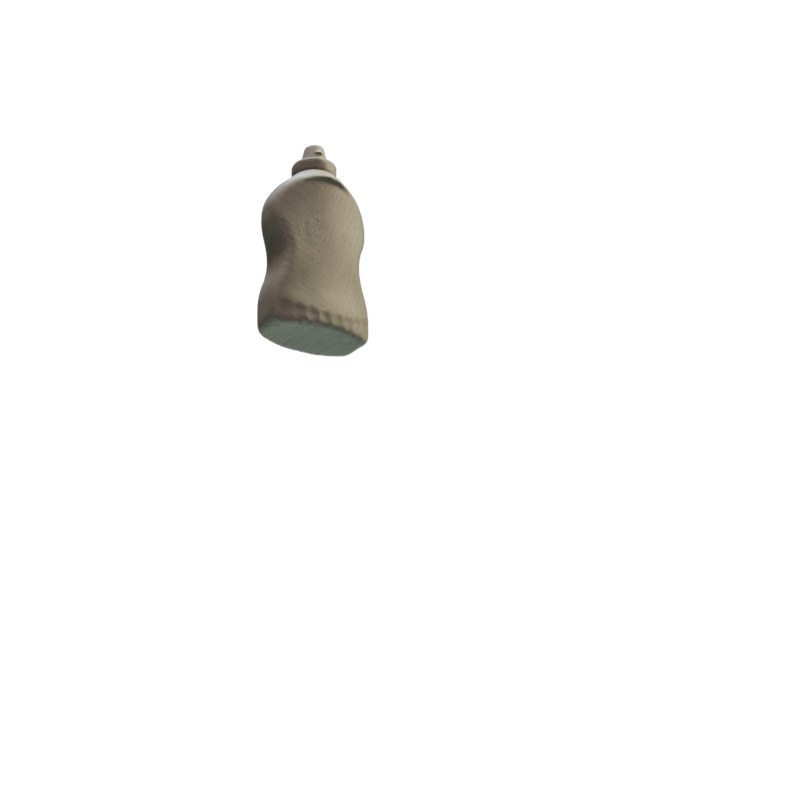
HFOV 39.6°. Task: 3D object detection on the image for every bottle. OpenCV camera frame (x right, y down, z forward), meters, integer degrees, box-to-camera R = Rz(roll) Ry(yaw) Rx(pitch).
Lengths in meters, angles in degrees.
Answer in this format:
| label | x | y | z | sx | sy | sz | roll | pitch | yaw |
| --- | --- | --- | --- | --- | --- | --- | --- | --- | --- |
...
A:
| label | x | y | z | sx | sy | sz | roll | pitch | yaw |
| --- | --- | --- | --- | --- | --- | --- | --- | --- | --- |
| bottle | -0.076 | -0.139 | 0.971 | 0.092 | 0.203 | 0.058 | 14 | -31 | -28 |
